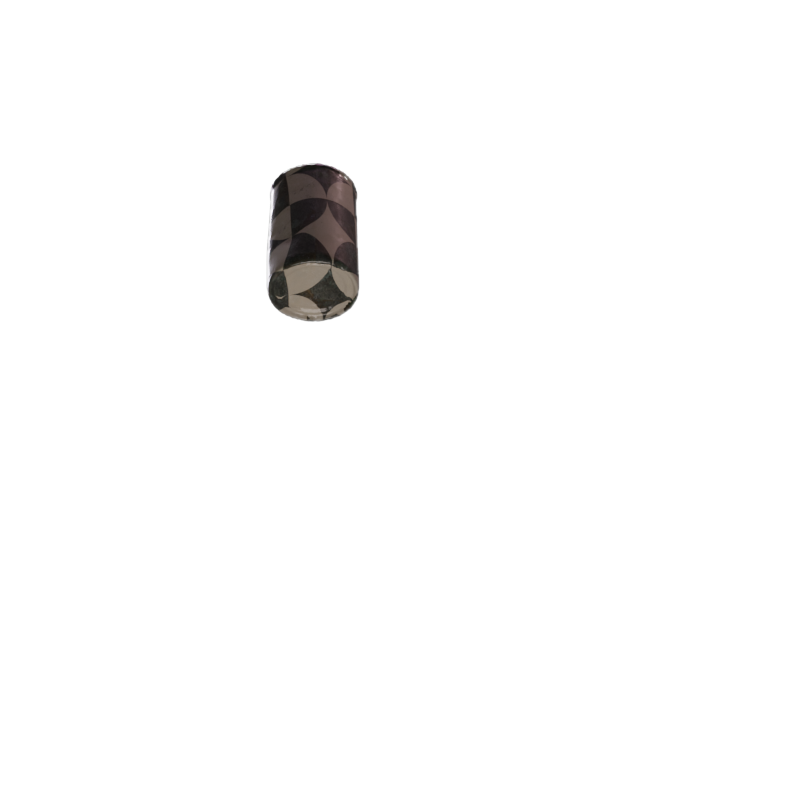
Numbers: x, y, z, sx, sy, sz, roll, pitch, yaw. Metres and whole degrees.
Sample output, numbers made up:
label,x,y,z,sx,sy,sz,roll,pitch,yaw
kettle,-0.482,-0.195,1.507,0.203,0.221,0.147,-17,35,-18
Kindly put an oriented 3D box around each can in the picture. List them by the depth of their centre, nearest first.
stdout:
label,x,y,z,sx,sy,sz,roll,pitch,yaw
can,-0.065,-0.118,0.826,0.068,0.110,0.064,-1,-41,-3
